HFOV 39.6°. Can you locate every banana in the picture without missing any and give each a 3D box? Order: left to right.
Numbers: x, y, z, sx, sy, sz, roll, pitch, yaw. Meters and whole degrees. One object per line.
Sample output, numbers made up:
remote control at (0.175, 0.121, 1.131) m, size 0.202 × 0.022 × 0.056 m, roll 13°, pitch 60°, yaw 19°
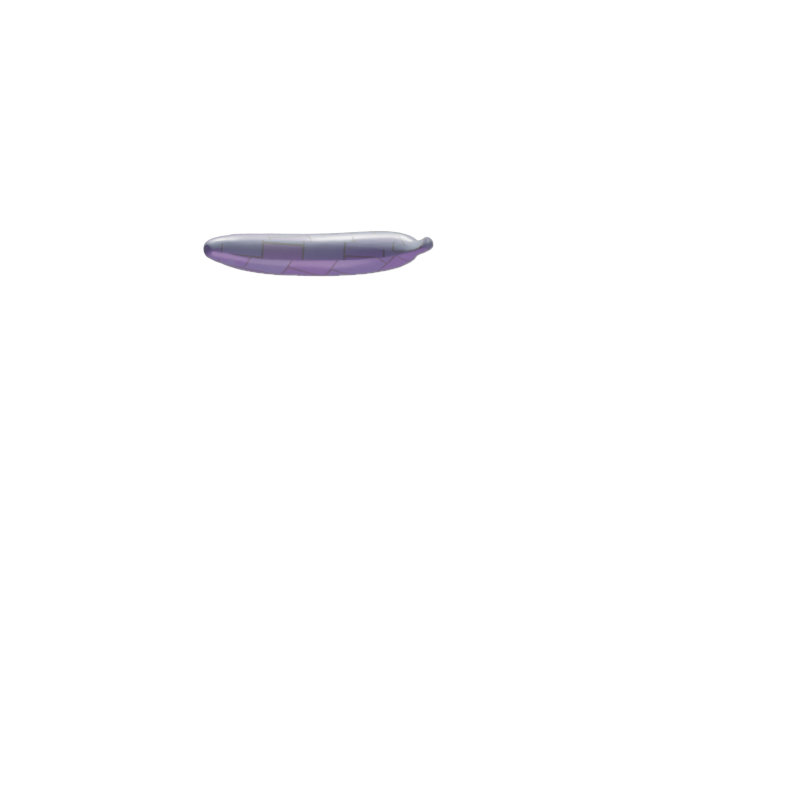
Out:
banana at (-0.070, -0.132, 0.971) m, size 0.199 × 0.038 × 0.066 m, roll -2°, pitch -16°, yaw 7°
